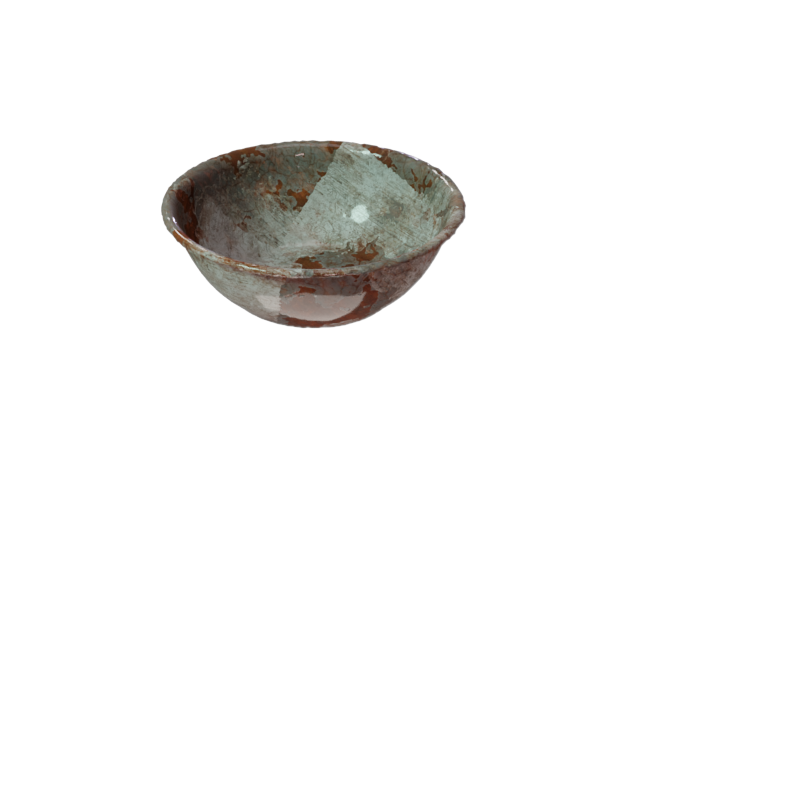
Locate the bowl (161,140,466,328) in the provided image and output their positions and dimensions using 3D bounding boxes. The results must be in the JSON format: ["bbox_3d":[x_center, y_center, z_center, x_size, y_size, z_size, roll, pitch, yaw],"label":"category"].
[{"bbox_3d":[-0.047,-0.086,0.603,0.162,0.052,0.173,-1,34,-2],"label":"bowl"}]
